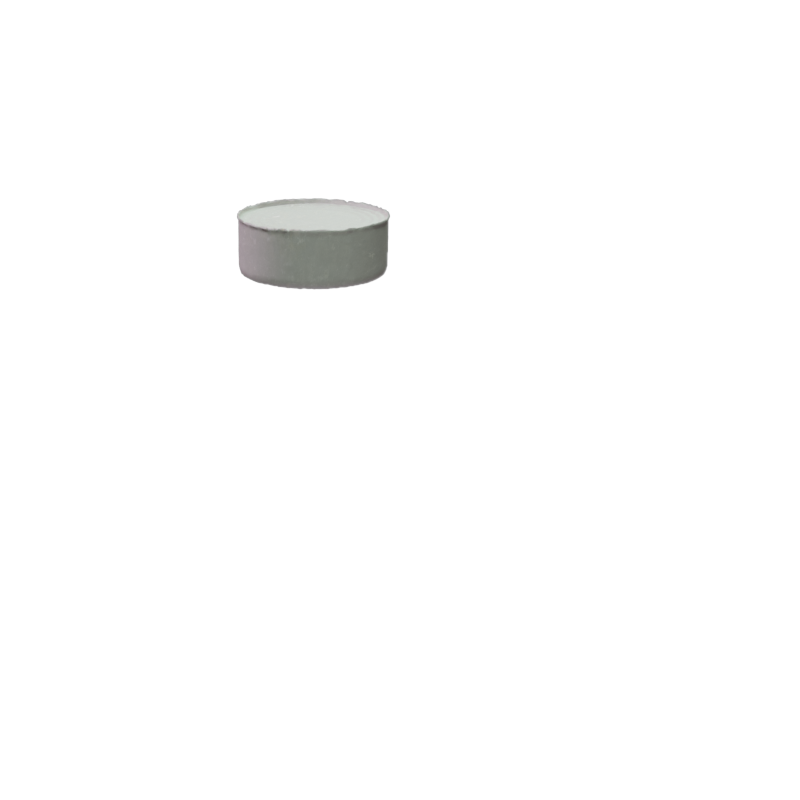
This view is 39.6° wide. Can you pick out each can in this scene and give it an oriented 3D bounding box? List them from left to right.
[{"bbox_3d":[-0.049,-0.089,0.625,0.086,0.032,0.089,-1,20,-2],"label":"can"}]
